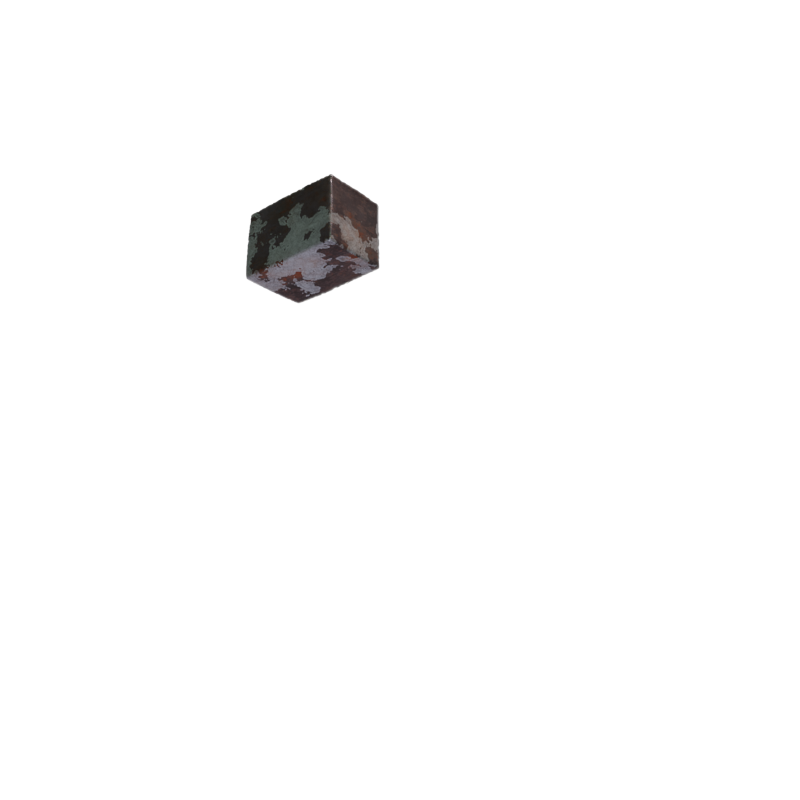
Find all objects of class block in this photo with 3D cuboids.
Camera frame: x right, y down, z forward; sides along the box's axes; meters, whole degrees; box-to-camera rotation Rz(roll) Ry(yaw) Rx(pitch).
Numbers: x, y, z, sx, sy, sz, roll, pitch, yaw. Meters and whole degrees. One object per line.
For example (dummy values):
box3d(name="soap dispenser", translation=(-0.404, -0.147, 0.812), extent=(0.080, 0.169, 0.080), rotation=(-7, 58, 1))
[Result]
box3d(name="block", translation=(-0.059, -0.108, 0.755), extent=(0.079, 0.054, 0.049), rotation=(-21, -33, 34))
